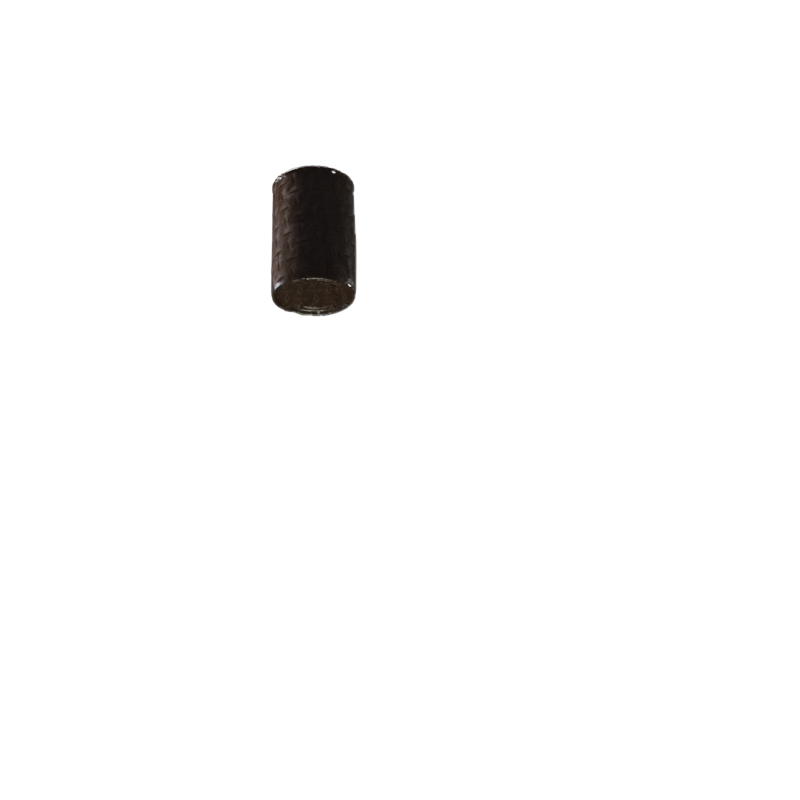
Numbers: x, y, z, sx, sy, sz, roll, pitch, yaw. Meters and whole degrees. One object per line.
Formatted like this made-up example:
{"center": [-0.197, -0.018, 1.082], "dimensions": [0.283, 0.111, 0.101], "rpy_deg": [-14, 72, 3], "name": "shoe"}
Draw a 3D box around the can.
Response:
{"center": [-0.069, -0.126, 0.884], "dimensions": [0.068, 0.109, 0.065], "rpy_deg": [0, -27, -2], "name": "can"}
